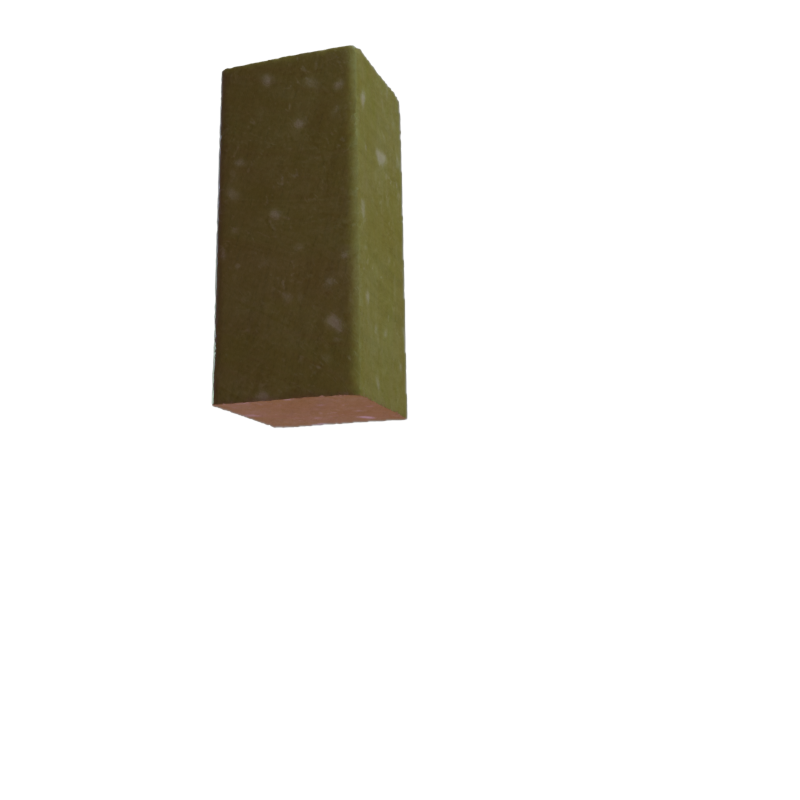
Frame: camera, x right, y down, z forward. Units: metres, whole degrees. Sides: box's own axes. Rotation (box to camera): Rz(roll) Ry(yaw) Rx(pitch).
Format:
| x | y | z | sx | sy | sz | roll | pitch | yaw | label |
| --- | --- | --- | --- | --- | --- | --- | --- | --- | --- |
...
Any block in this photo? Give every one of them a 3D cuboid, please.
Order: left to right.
| x | y | z | sx | sy | sz | roll | pitch | yaw | label |
| --- | --- | --- | --- | --- | --- | --- | --- | --- | --- |
| -0.052 | -0.095 | 0.666 | 0.092 | 0.215 | 0.085 | -7 | -17 | 19 | block |
